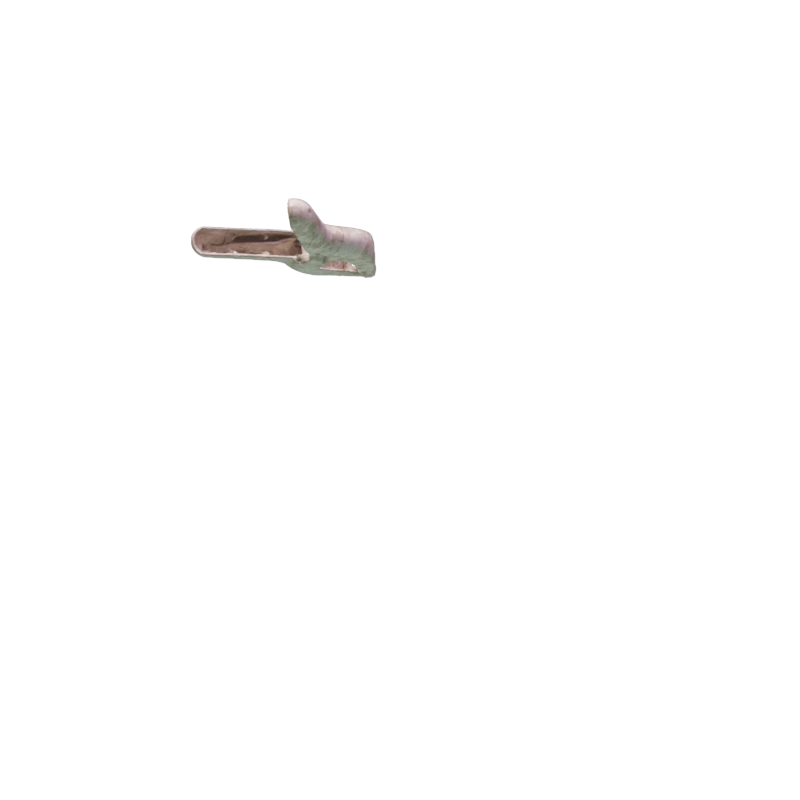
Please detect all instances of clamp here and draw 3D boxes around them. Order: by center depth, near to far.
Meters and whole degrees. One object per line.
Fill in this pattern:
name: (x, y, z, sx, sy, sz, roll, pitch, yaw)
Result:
clamp: (-0.071, -0.130, 0.909, 0.164, 0.040, 0.124, 2, -4, -42)
